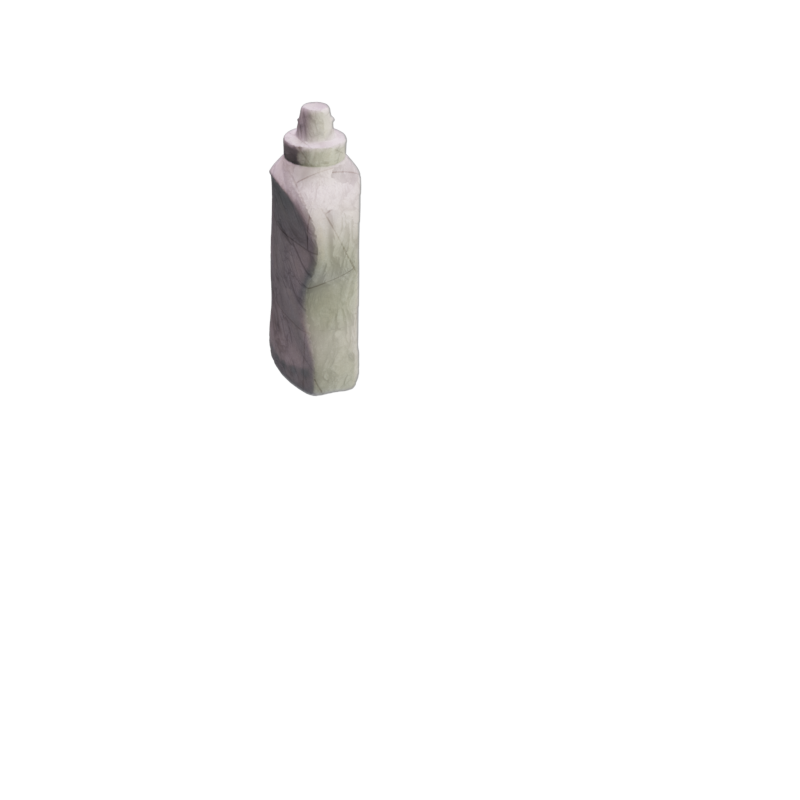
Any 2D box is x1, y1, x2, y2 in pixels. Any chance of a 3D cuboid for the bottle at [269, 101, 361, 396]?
[{"bbox_3d":[-0.058,-0.106,0.743,0.057,0.181,0.103,-7,30,-17],"label":"bottle"}]
